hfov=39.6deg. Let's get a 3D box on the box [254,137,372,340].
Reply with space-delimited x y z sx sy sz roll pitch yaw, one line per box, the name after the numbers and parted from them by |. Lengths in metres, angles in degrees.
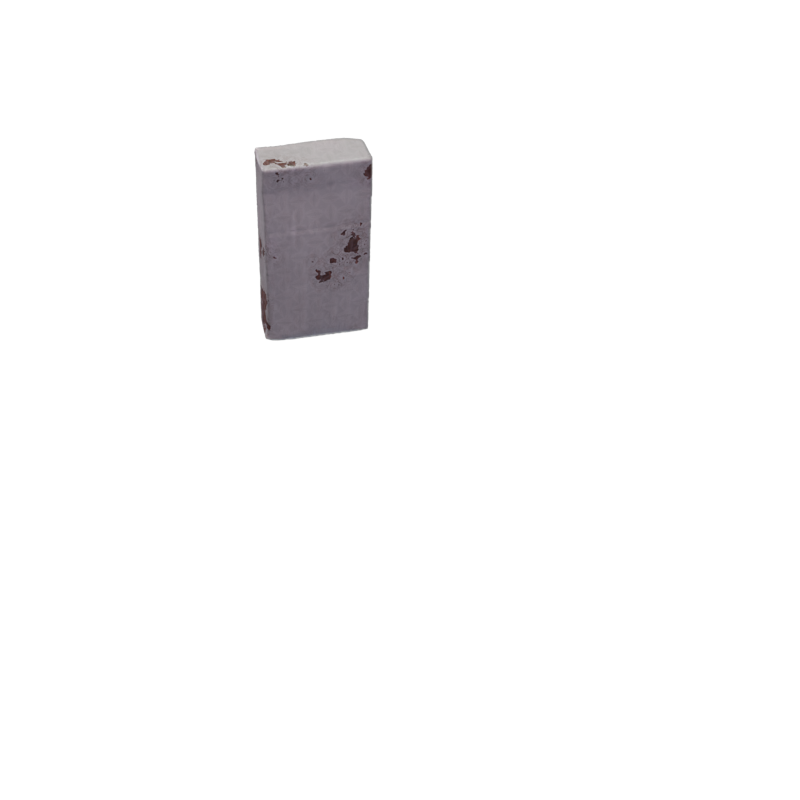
-0.073 -0.134 0.940 0.092 0.165 0.052 -6 36 -12 | box
